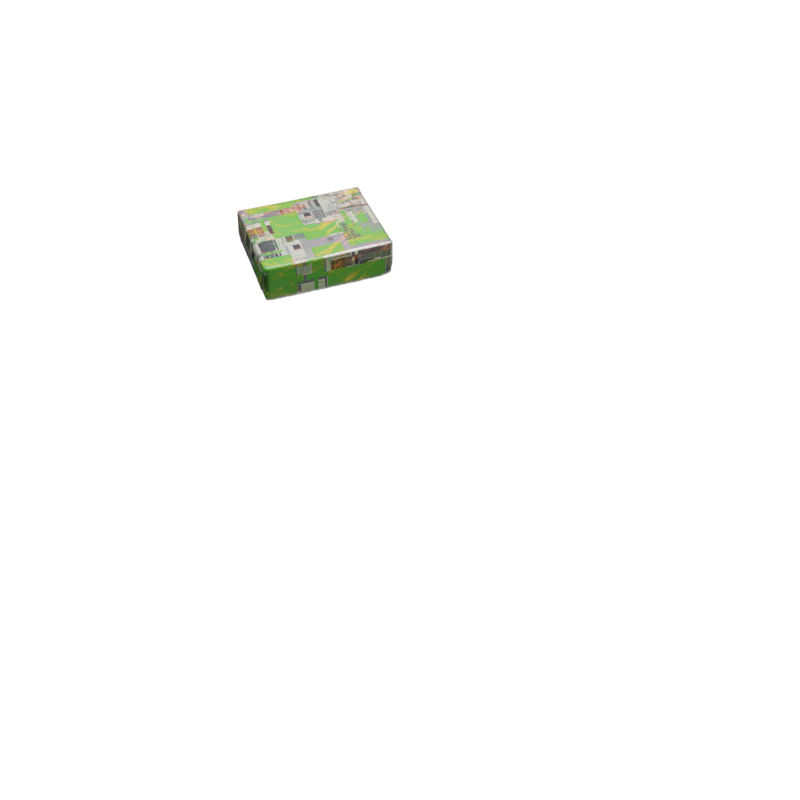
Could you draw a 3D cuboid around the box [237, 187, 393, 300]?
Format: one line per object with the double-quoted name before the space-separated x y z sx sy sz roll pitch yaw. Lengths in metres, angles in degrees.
"box" -0.073 -0.134 0.938 0.112 0.036 0.097 -12 43 -14
